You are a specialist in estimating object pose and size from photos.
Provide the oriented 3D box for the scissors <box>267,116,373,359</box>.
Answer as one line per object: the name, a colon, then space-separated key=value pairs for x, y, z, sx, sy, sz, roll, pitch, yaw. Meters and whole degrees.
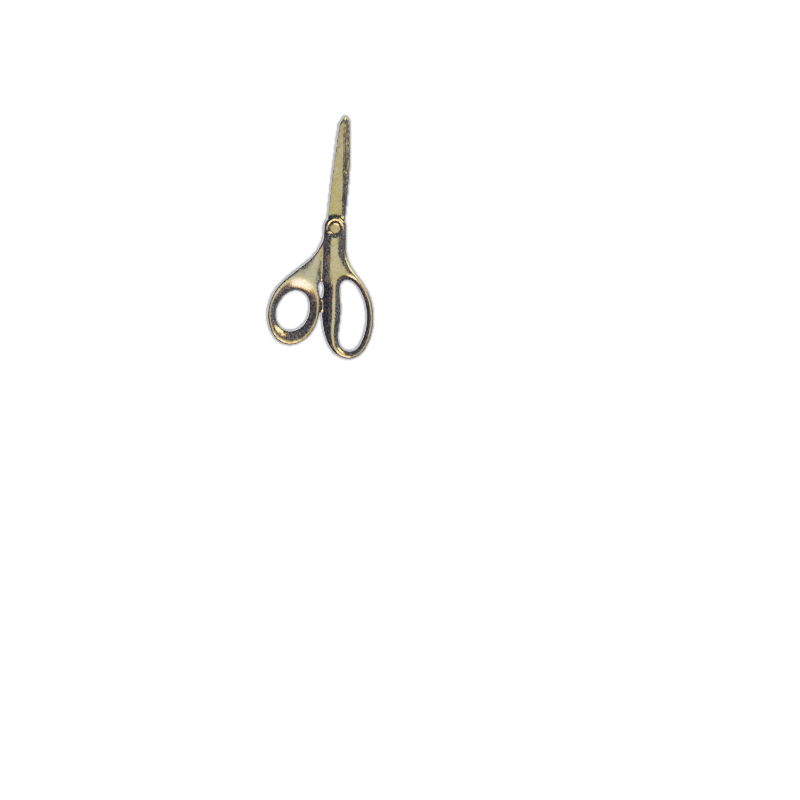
scissors: x=-0.072 y=-0.131 z=0.921 sx=0.096 sy=0.206 sz=0.015 roll=-10 pitch=-9 yaw=-2
